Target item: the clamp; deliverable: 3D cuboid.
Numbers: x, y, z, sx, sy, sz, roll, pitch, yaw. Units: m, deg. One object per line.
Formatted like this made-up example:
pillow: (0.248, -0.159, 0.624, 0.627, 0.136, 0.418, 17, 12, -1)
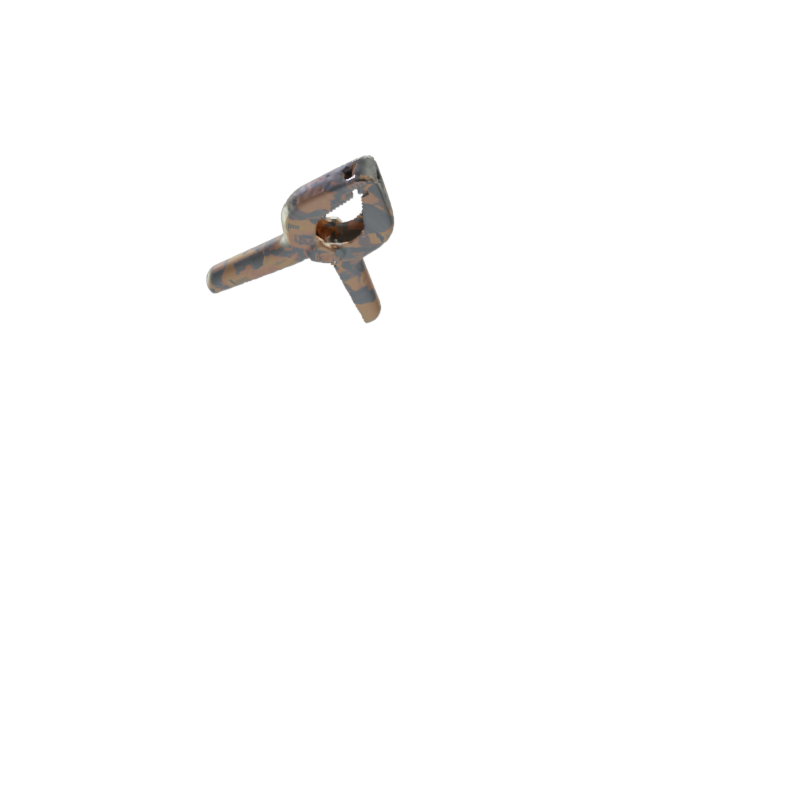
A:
clamp: (-0.074, -0.135, 0.946, 0.162, 0.039, 0.200, 7, -31, -12)
